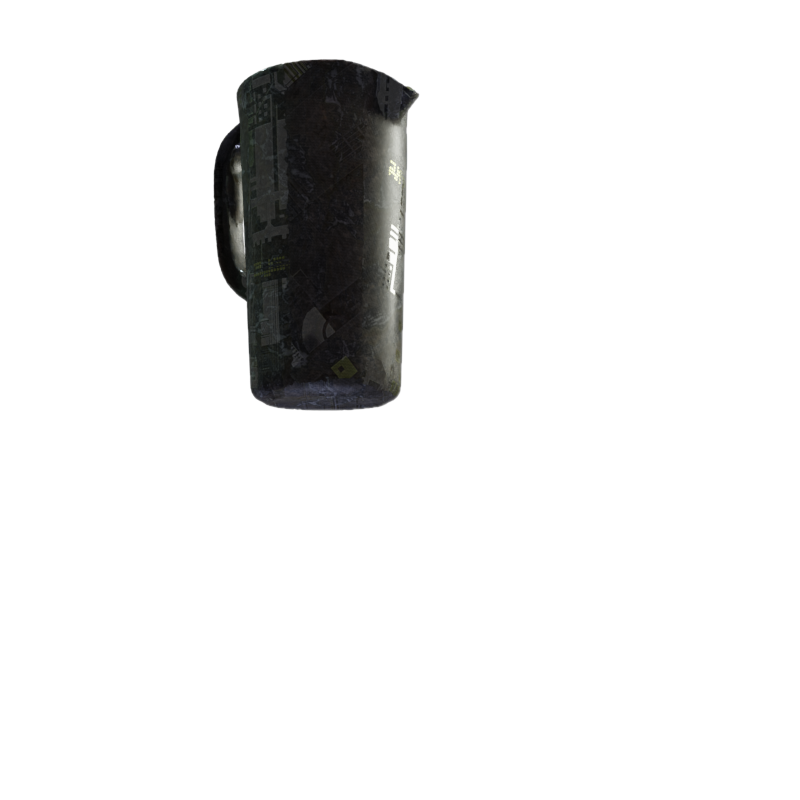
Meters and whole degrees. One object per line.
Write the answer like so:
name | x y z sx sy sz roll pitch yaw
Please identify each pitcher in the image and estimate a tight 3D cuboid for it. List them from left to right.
pitcher | -0.065 -0.118 0.827 0.143 0.252 0.146 2 -13 -10
